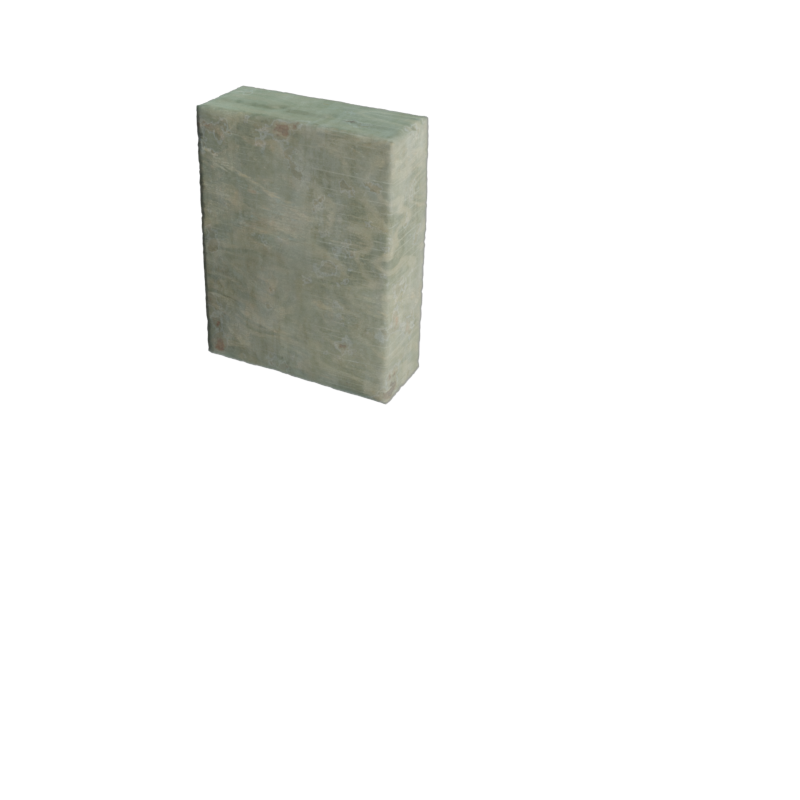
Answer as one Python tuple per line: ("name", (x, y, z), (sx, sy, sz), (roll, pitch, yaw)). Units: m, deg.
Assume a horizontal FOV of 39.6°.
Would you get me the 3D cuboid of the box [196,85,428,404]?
("box", (-0.066, -0.121, 0.848), (0.171, 0.202, 0.073), (16, 30, 24))
